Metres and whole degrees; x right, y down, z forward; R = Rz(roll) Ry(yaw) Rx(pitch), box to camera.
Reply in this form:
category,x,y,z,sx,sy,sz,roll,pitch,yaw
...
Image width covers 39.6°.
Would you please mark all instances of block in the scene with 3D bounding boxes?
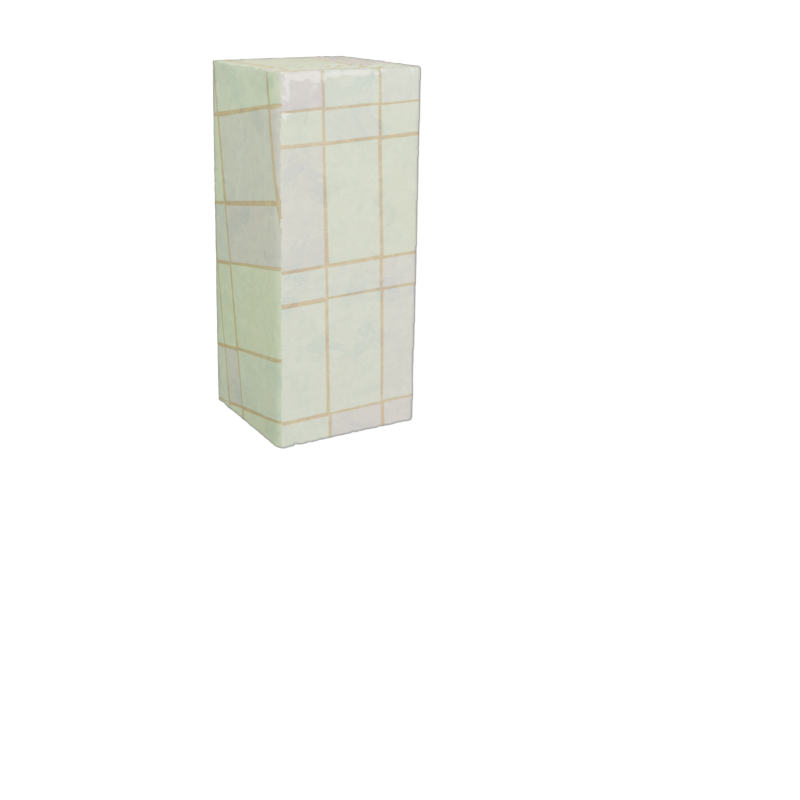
category,x,y,z,sx,sy,sz,roll,pitch,yaw
block,-0.050,-0.092,0.643,0.088,0.199,0.096,-8,18,-30
